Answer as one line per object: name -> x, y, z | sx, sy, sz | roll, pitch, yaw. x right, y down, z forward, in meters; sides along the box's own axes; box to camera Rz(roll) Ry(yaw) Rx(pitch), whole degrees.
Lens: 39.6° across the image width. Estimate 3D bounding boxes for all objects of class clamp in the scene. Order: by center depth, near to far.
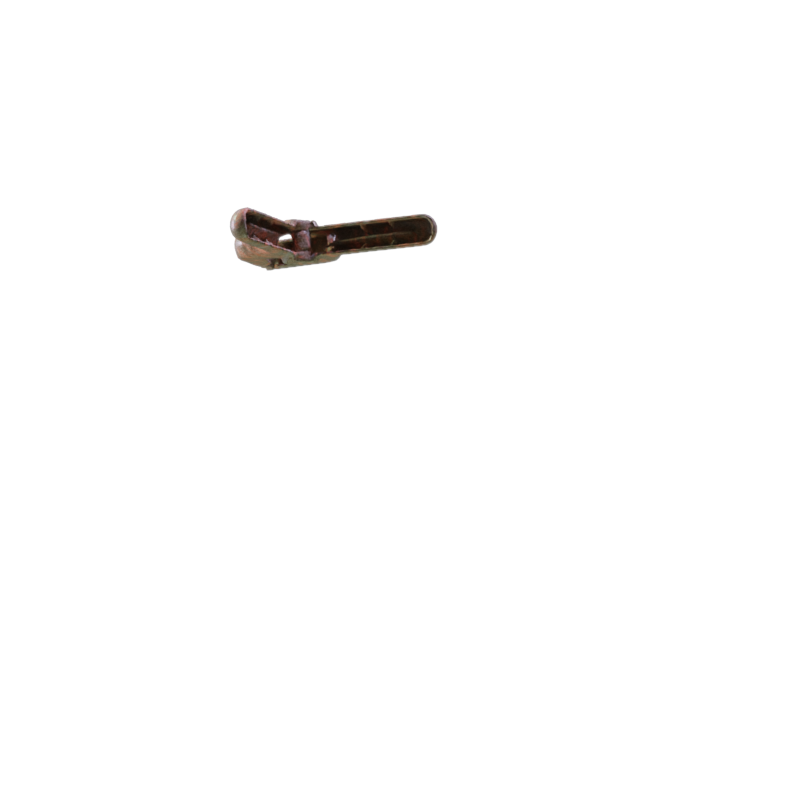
clamp -> -0.072, -0.132, 0.925 | 0.161, 0.037, 0.212 | 0, 0, -15
